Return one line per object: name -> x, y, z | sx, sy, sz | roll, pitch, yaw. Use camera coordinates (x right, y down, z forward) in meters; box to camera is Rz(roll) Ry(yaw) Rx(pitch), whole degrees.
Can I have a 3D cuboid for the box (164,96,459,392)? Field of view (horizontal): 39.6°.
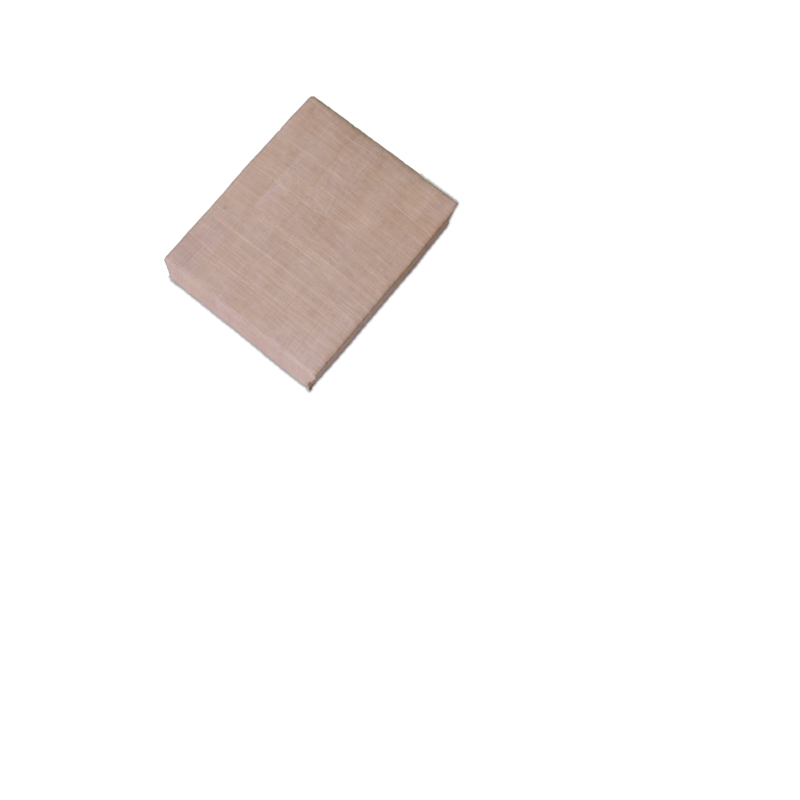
box -> -0.041, -0.076, 0.529 | 0.092, 0.115, 0.037 | 37, -14, 10
